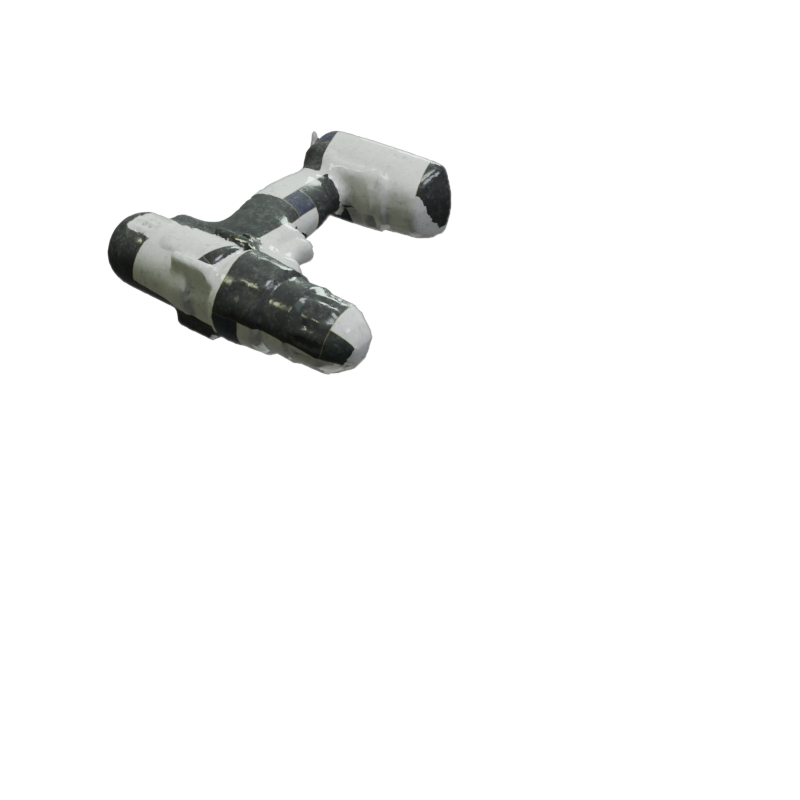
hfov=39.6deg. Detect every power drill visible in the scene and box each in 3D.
[{"bbox_3d":[-0.052,-0.094,0.661,0.196,0.054,0.189,25,42,31],"label":"power drill"}]
